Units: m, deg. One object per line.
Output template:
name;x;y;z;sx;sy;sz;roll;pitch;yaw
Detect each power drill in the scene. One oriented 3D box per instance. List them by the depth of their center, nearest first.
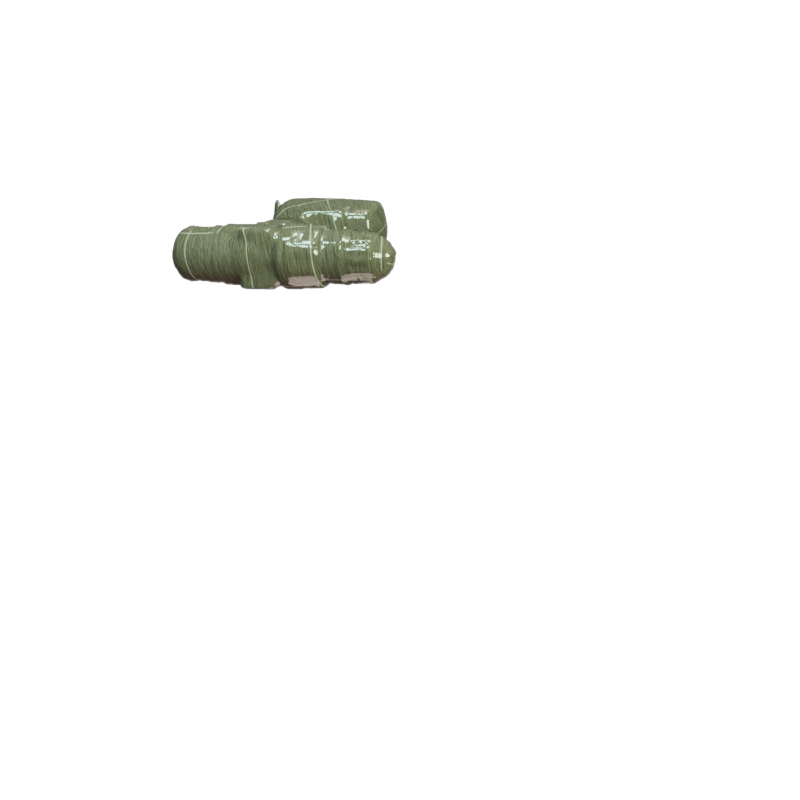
power drill;-0.073;-0.133;0.933;0.190;0.056;0.188;5;16;18
